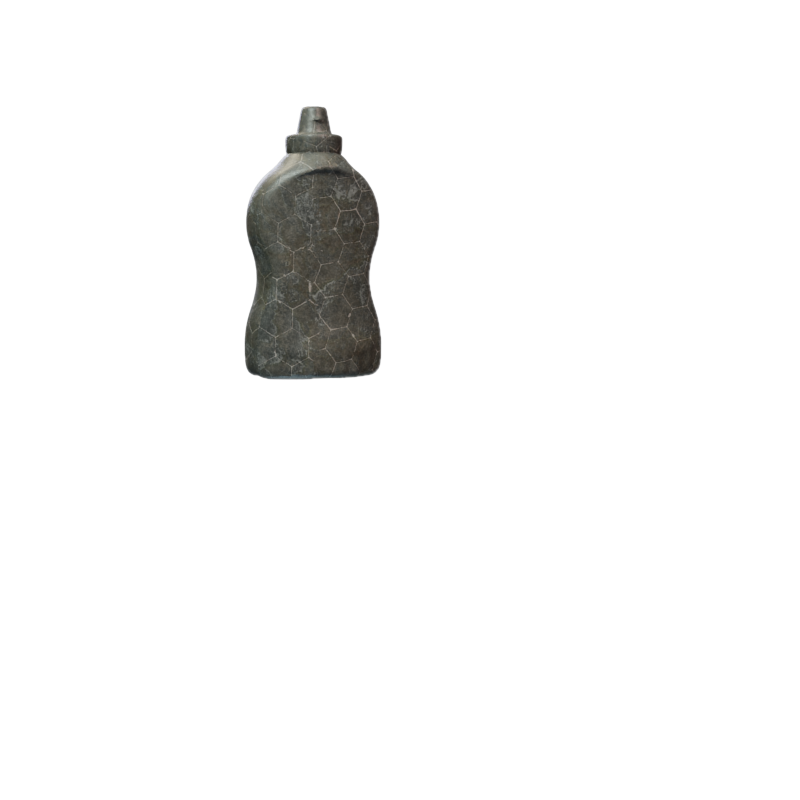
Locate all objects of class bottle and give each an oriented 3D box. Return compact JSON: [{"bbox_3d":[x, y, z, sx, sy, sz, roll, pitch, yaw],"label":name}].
[{"bbox_3d":[-0.062,-0.113,0.791,0.094,0.192,0.060,0,-1,-21],"label":"bottle"}]
